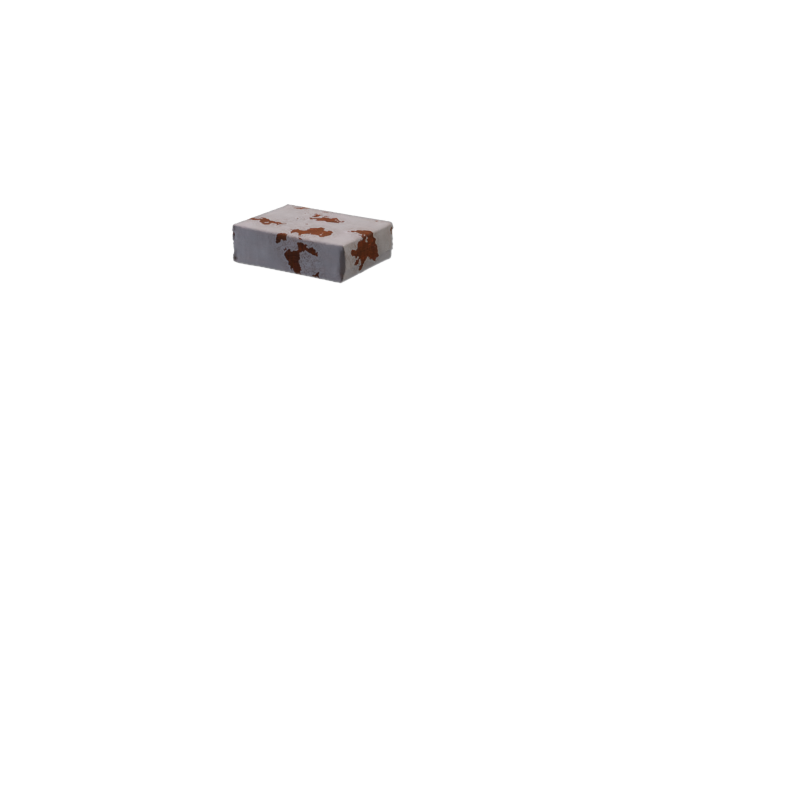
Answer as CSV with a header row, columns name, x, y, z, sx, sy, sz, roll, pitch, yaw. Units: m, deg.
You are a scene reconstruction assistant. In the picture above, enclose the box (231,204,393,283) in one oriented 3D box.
name,x,y,z,sx,sy,sz,roll,pitch,yaw
box,-0.075,-0.137,0.962,0.118,0.037,0.090,11,23,27
